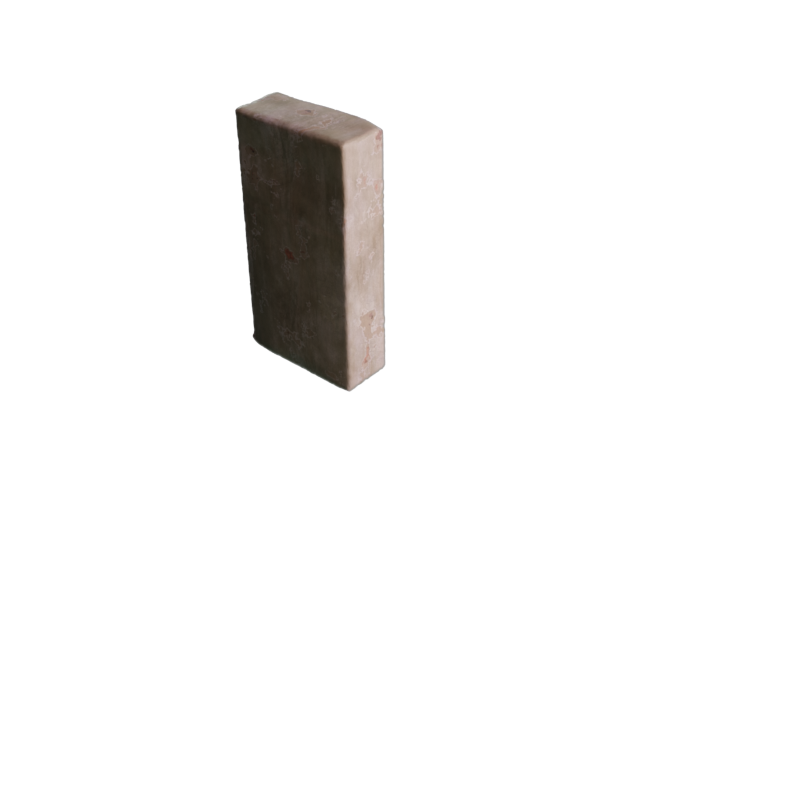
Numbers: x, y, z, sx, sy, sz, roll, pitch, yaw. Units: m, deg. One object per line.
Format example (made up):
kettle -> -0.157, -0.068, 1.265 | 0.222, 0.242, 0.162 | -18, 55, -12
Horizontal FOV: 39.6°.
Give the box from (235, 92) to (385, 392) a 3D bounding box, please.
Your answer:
box -> -0.056, -0.102, 0.714 | 0.099, 0.166, 0.048 | 26, 38, 34
